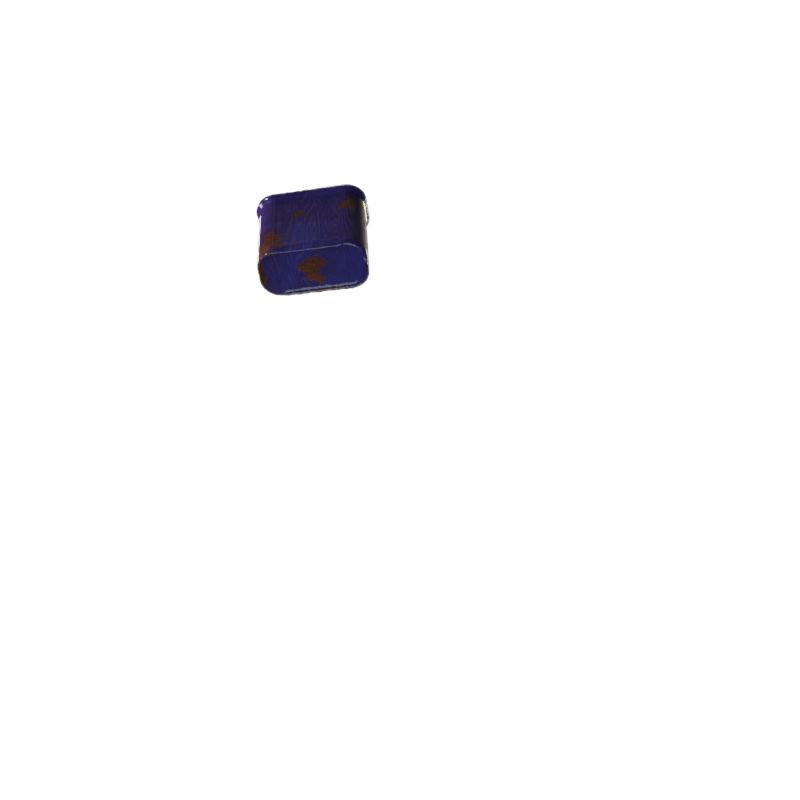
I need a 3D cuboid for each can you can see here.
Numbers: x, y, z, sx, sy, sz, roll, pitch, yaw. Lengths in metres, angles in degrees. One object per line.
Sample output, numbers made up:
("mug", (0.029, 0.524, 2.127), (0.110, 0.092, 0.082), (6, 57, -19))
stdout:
("can", (-0.078, -0.141, 0.989), (0.102, 0.053, 0.090), (-7, 42, 5))
